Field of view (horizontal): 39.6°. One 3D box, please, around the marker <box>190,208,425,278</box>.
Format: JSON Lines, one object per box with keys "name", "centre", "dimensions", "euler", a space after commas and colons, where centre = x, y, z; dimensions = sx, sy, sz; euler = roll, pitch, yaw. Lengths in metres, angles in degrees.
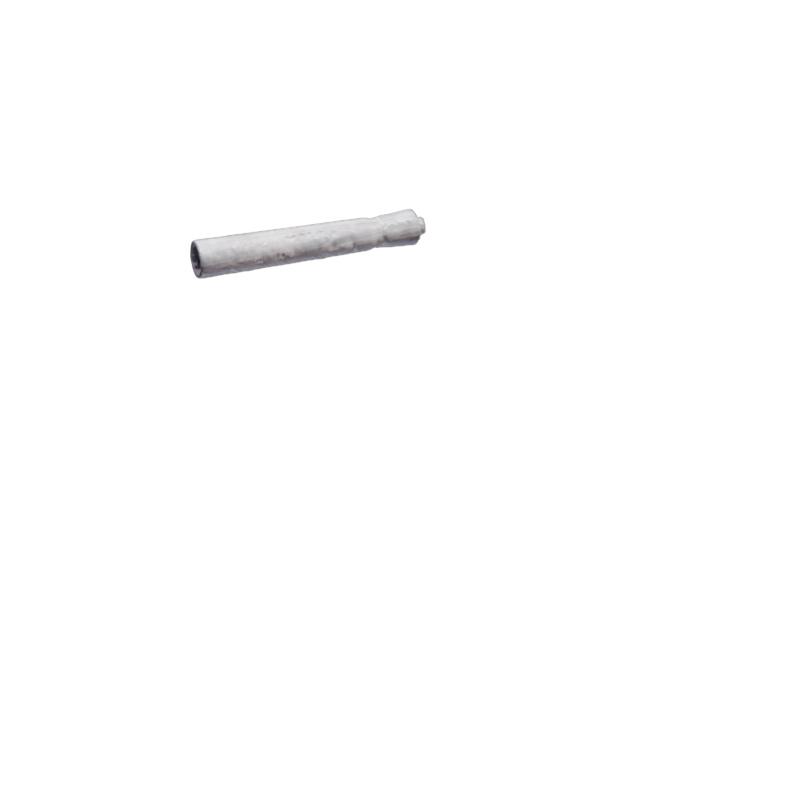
{"name": "marker", "centre": [-0.043, -0.078, 0.544], "dimensions": [0.119, 0.019, 0.020], "euler": [-12, 8, -21]}
